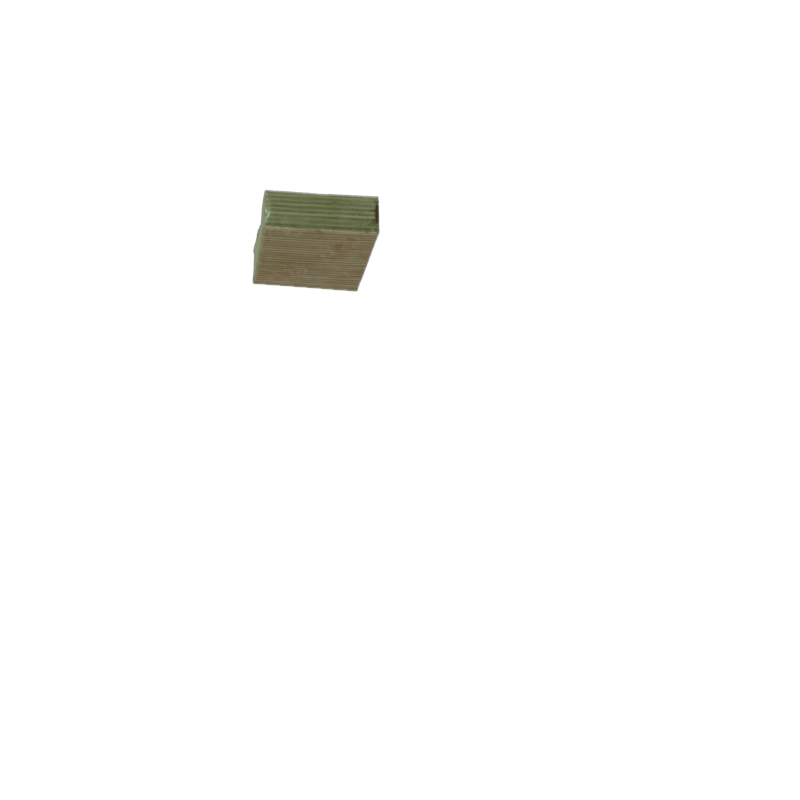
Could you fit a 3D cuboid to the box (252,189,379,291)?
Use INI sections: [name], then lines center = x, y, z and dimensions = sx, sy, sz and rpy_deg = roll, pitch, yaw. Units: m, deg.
[box]
center = -0.057, -0.103, 0.725
dimensions = 0.072, 0.032, 0.086
rpy_deg = 3, -21, -9
